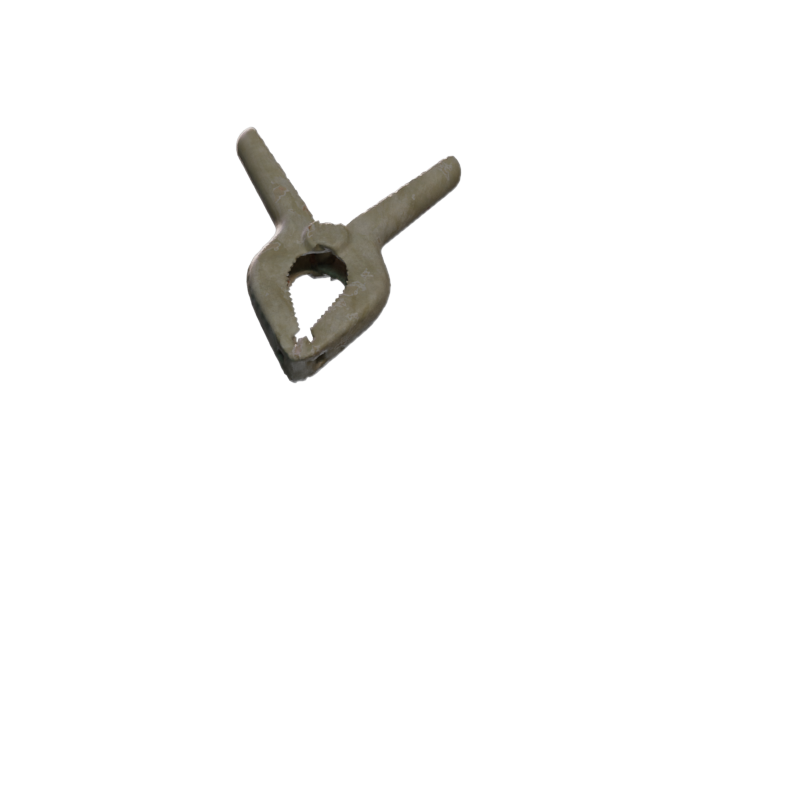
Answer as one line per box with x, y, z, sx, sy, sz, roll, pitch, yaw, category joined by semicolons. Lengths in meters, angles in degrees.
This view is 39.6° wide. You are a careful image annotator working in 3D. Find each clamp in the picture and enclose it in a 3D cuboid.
-0.059;-0.108;0.755;0.168;0.221;0.034;12;-37;9;clamp
